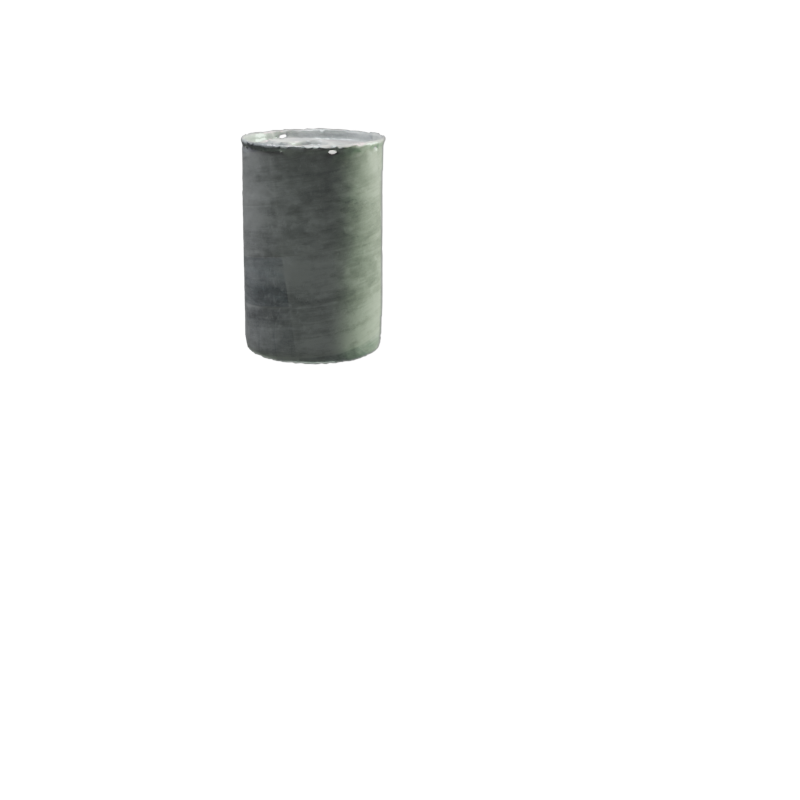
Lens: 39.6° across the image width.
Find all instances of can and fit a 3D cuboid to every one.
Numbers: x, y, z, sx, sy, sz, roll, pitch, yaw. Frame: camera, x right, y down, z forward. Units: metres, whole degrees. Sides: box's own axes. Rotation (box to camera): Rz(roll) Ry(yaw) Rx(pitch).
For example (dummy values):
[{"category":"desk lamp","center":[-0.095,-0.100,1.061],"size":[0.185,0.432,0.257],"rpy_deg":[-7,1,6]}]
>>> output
[{"category":"can","center":[-0.042,-0.076,0.531],"size":[0.068,0.099,0.071],"rpy_deg":[0,15,-2]}]
